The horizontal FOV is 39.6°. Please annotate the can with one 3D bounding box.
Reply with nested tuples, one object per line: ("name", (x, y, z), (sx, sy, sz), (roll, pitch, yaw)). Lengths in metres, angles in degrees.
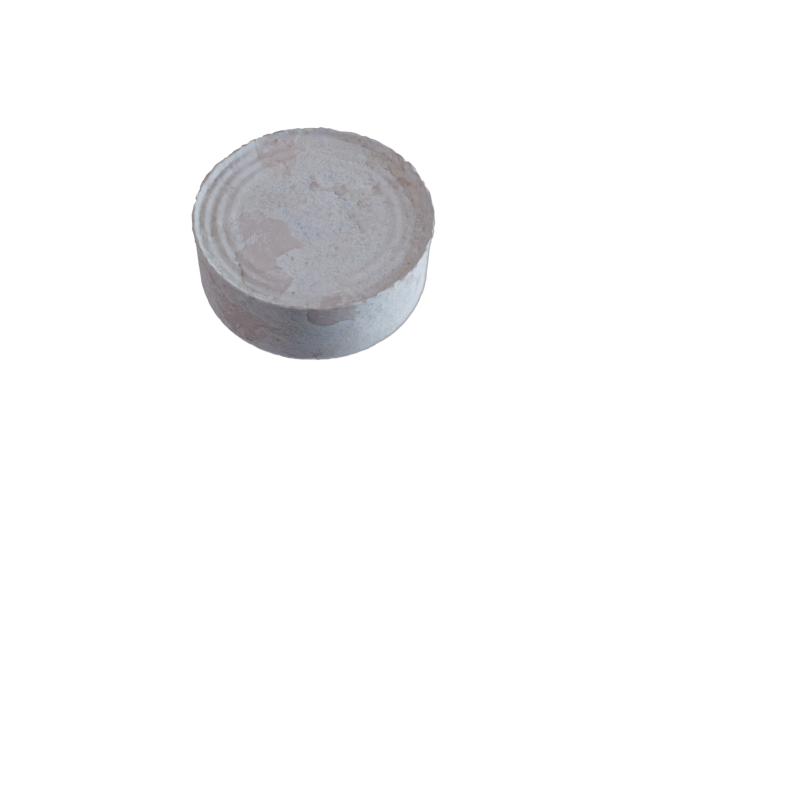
("can", (-0.032, -0.058, 0.403), (0.086, 0.092, 0.031), (-1, -37, -1))
